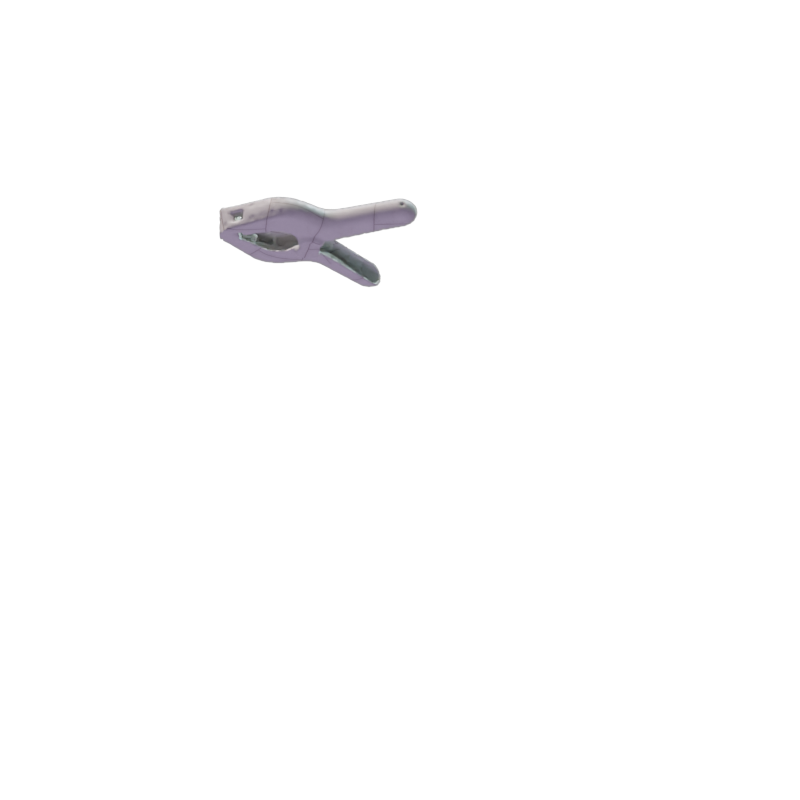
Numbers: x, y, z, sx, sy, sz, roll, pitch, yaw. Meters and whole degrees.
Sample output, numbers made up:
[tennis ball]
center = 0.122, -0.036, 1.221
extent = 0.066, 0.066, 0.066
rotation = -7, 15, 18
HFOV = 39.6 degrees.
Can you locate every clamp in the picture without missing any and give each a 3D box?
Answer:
[clamp]
center = -0.078, -0.143, 0.999
extent = 0.170, 0.042, 0.113
rotation = 4, -37, -6
